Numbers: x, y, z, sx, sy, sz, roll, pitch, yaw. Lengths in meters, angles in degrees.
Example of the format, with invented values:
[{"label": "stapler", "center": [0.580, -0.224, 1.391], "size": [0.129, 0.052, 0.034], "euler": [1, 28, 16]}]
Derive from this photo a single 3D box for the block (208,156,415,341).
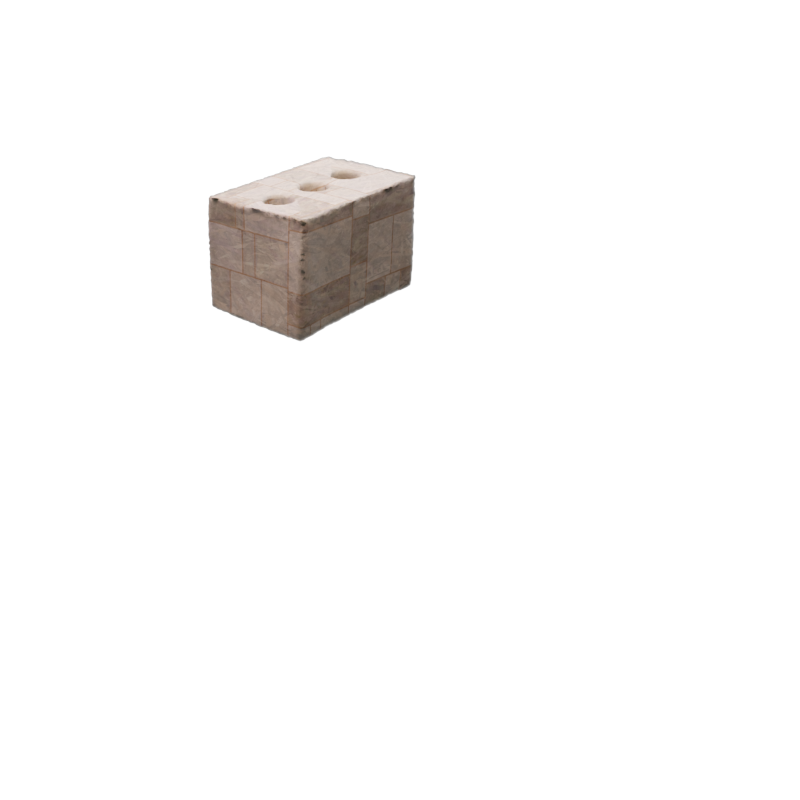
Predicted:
[{"label": "block", "center": [-0.037, -0.067, 0.472], "size": [0.056, 0.049, 0.078], "euler": [18, 31, 32]}]
